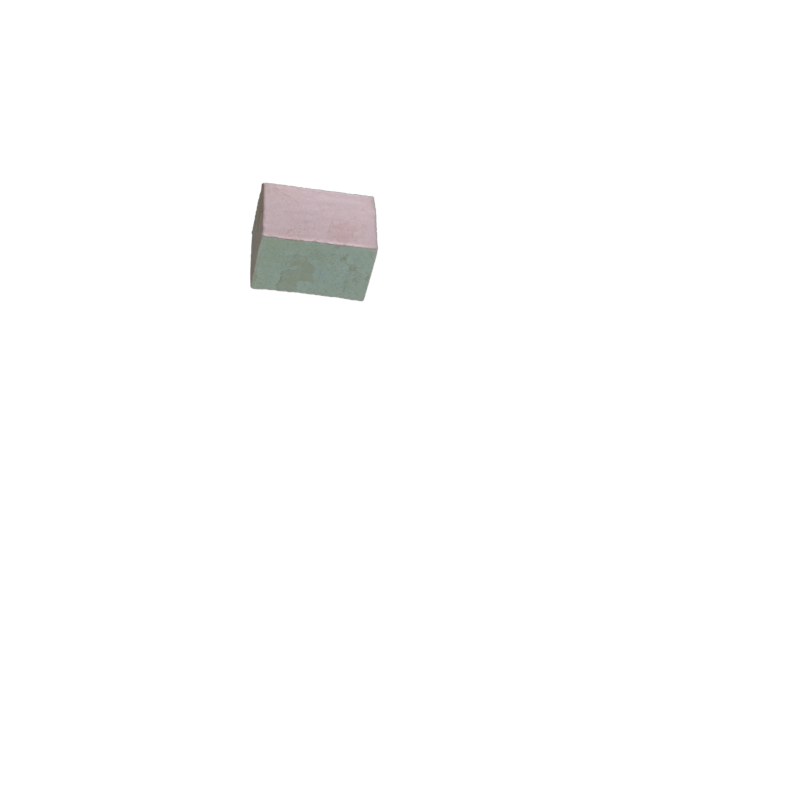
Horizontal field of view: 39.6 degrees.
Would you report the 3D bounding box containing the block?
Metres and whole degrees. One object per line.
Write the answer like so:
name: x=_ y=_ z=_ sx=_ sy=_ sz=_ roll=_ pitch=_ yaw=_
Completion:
block: x=-0.057 y=-0.105 z=0.733 sx=0.077 sy=0.055 sz=0.050 roll=7 pitch=-41 yaw=-10
